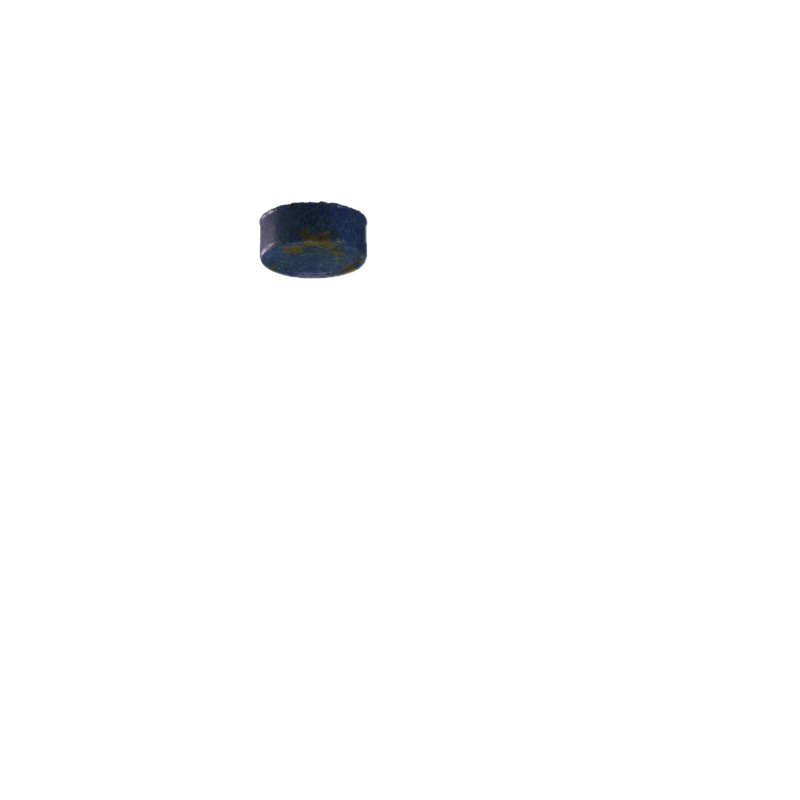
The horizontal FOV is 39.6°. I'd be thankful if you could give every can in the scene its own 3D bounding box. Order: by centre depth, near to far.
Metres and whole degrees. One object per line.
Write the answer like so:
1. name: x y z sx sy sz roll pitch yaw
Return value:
1. can: -0.068 -0.125 0.873 0.086 0.035 0.082 0 -15 -2
